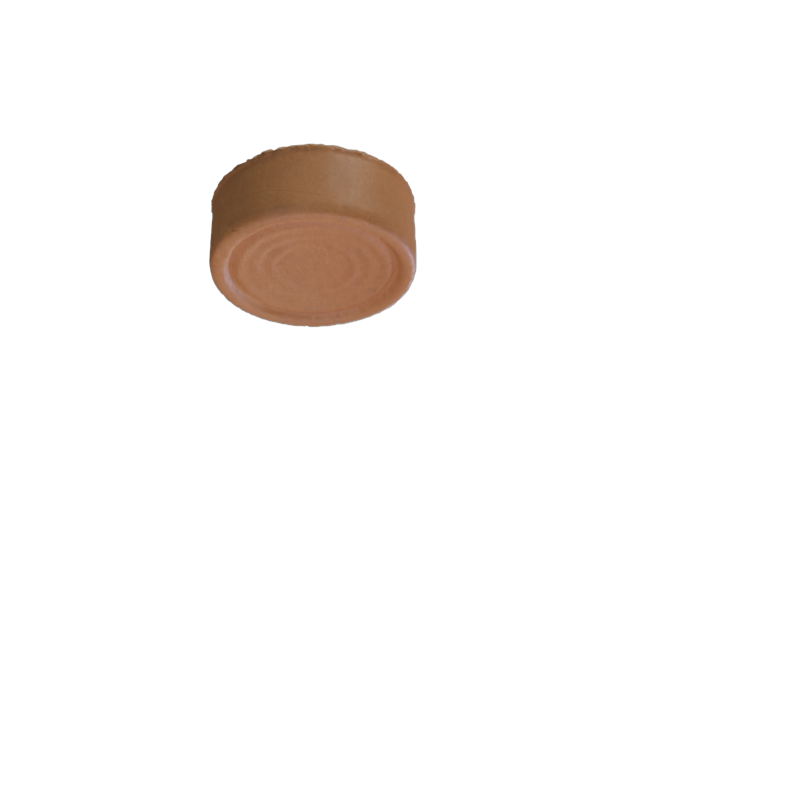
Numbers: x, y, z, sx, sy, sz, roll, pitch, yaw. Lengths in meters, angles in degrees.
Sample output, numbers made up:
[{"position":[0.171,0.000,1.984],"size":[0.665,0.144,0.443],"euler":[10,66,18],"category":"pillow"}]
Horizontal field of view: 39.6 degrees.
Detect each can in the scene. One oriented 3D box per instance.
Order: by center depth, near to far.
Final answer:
[{"position":[-0.036,-0.065,0.456],"size":[0.086,0.036,0.081],"euler":[1,-30,-2],"category":"can"}]
